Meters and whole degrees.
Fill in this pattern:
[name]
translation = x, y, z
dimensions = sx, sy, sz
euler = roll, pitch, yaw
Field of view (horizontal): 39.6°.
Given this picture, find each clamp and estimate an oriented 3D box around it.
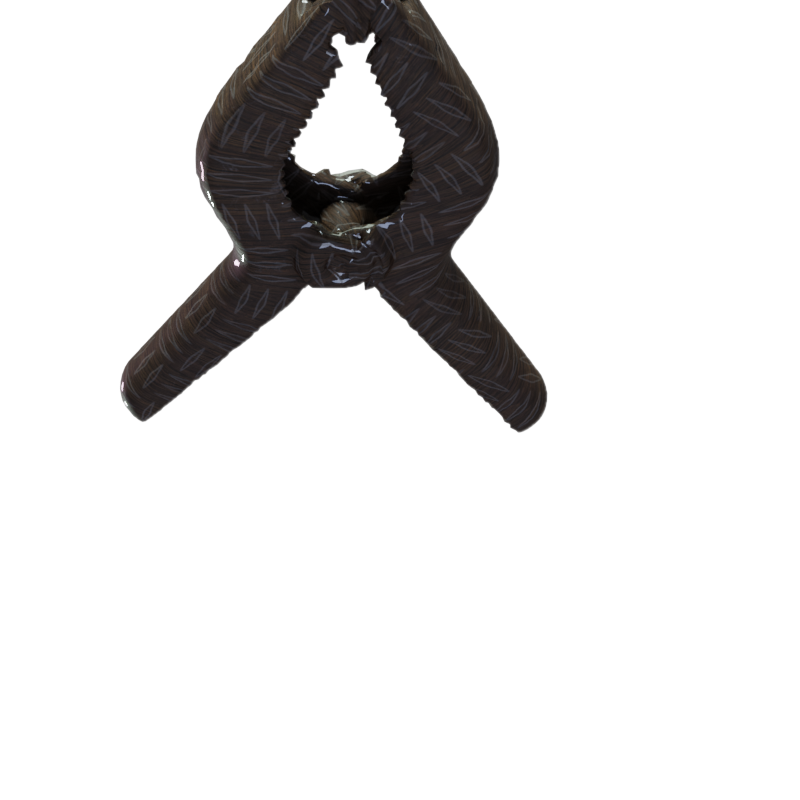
[clamp]
translation = -0.029, -0.053, 0.373
dimensions = 0.165, 0.039, 0.195
euler = -2, -41, 3
